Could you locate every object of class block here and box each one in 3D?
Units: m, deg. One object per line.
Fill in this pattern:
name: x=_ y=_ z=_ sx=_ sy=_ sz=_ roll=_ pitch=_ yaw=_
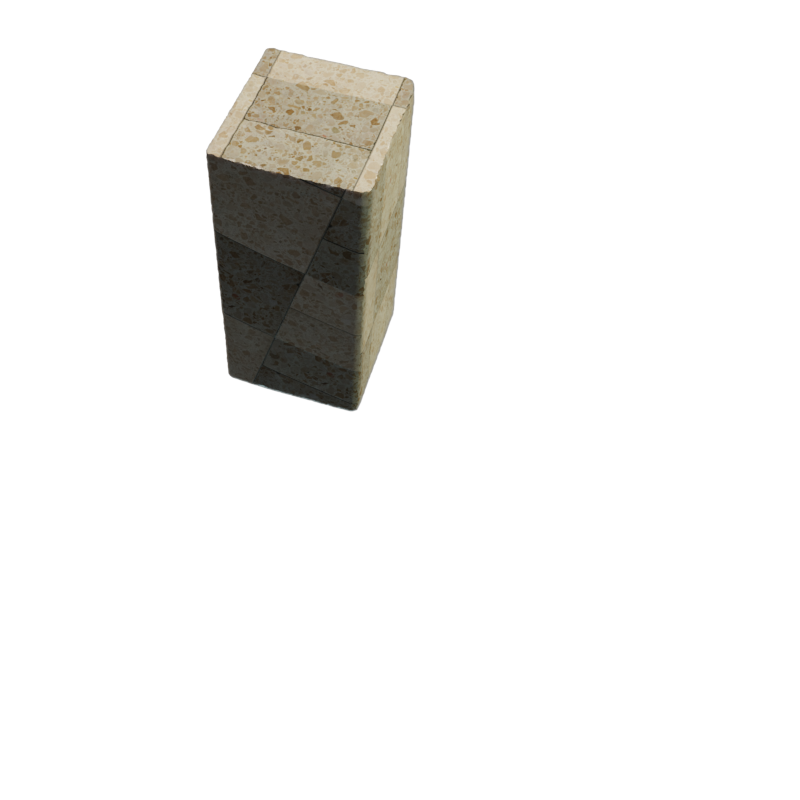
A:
block: x=-0.051 y=-0.094 z=0.658 sx=0.092 sy=0.095 sz=0.193 roll=16 pitch=-35 yaw=8
